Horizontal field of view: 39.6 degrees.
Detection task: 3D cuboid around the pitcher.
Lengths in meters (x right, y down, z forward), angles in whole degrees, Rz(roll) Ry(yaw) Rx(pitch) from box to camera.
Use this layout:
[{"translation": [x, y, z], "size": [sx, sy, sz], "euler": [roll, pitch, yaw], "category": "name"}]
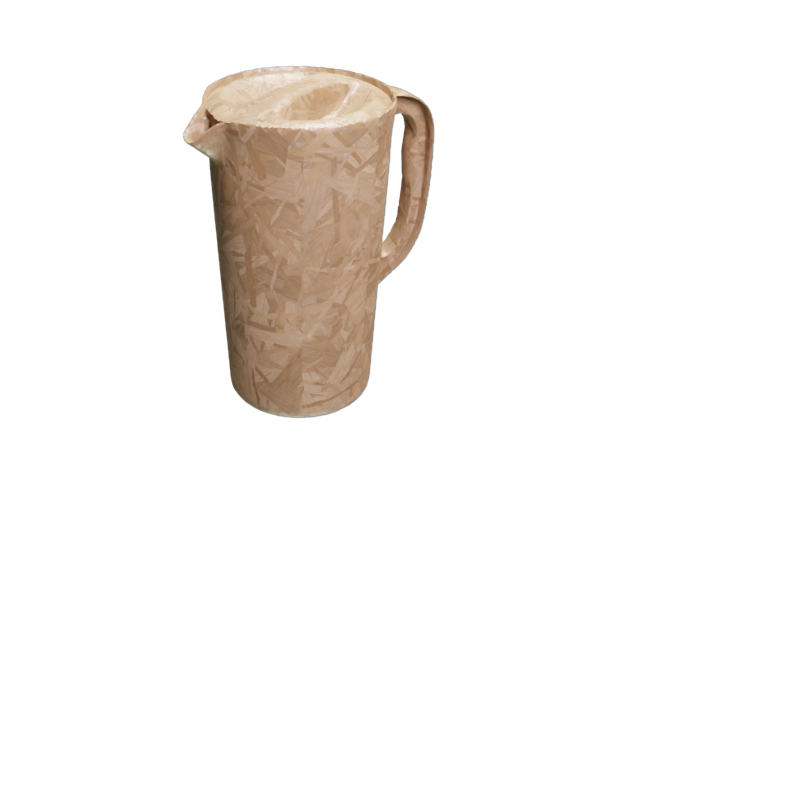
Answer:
[{"translation": [-0.063, -0.116, 0.811], "size": [0.153, 0.229, 0.150], "euler": [9, 31, 12], "category": "pitcher"}]
